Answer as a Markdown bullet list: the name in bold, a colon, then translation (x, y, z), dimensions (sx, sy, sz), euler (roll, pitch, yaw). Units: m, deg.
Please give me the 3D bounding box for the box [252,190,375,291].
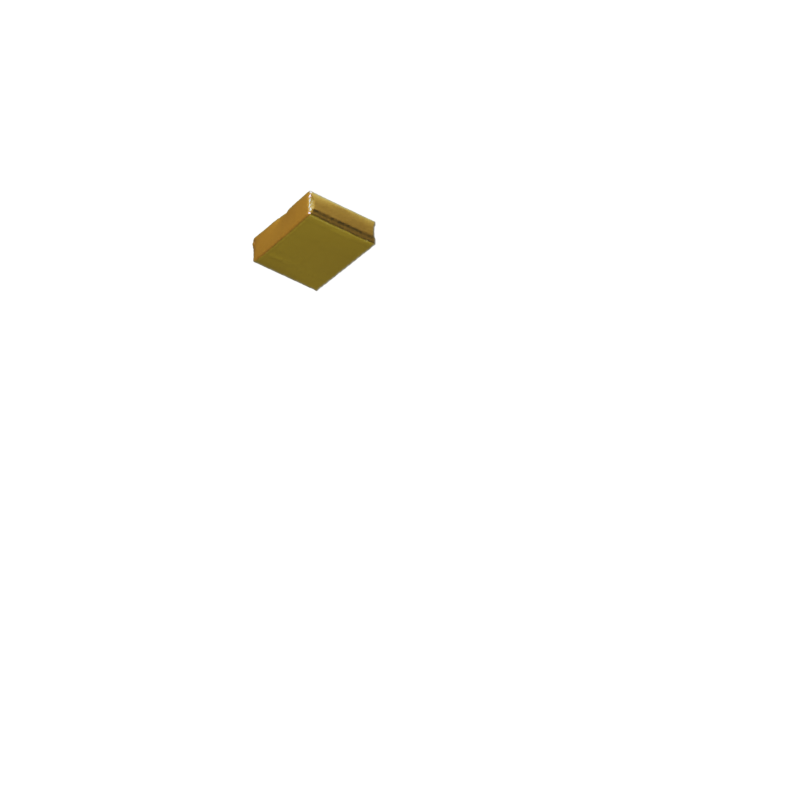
- **box**: translation (-0.077, -0.140, 0.982), dimensions (0.069, 0.032, 0.088), euler (23, -40, -32)
